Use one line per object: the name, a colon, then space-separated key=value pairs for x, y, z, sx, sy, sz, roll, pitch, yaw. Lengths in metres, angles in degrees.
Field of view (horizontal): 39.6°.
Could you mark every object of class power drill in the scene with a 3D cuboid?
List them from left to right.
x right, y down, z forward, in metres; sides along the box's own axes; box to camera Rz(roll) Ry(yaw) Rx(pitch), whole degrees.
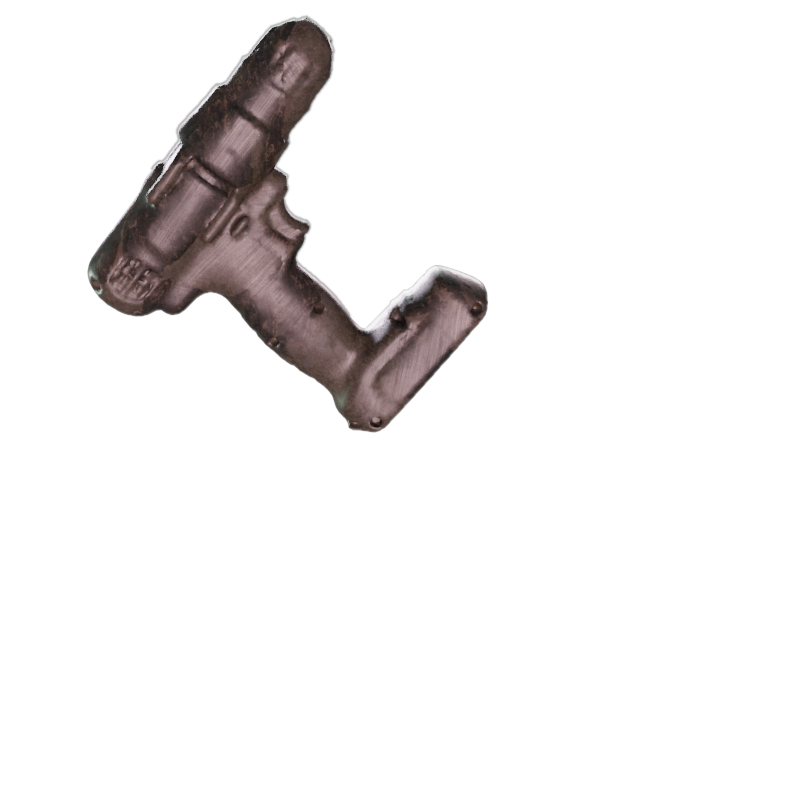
power drill: x=-0.047 y=-0.085 z=0.596 sx=0.182 sy=0.182 sz=0.060 roll=37 pitch=15 yaw=-13
